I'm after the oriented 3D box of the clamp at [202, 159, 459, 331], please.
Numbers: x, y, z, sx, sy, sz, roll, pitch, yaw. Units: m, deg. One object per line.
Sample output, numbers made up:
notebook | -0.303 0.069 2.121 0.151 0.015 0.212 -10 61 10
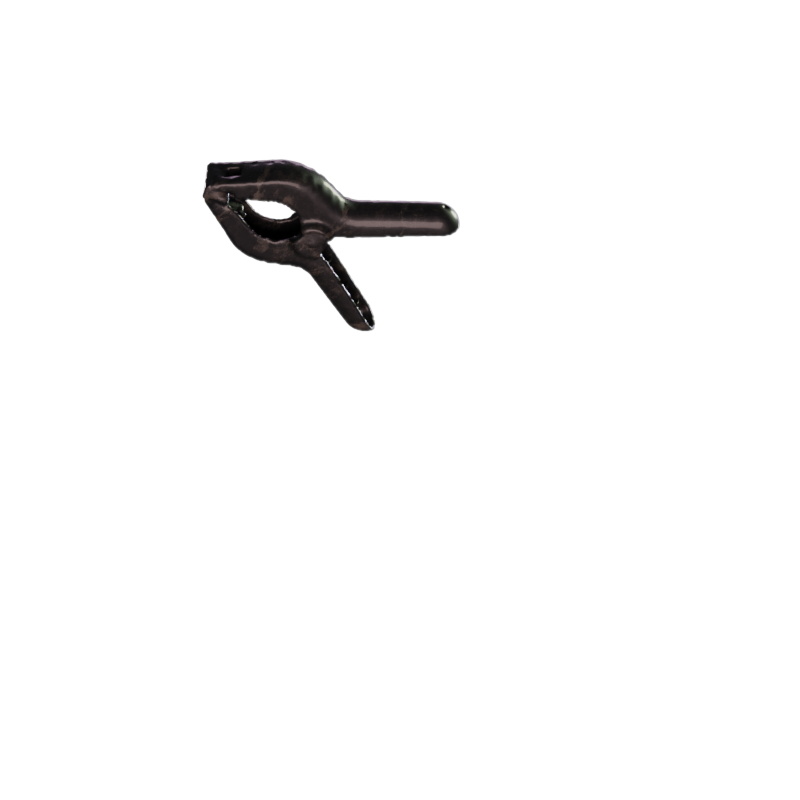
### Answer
clamp | -0.059 -0.108 0.757 0.167 0.115 0.042 18 33 -13
